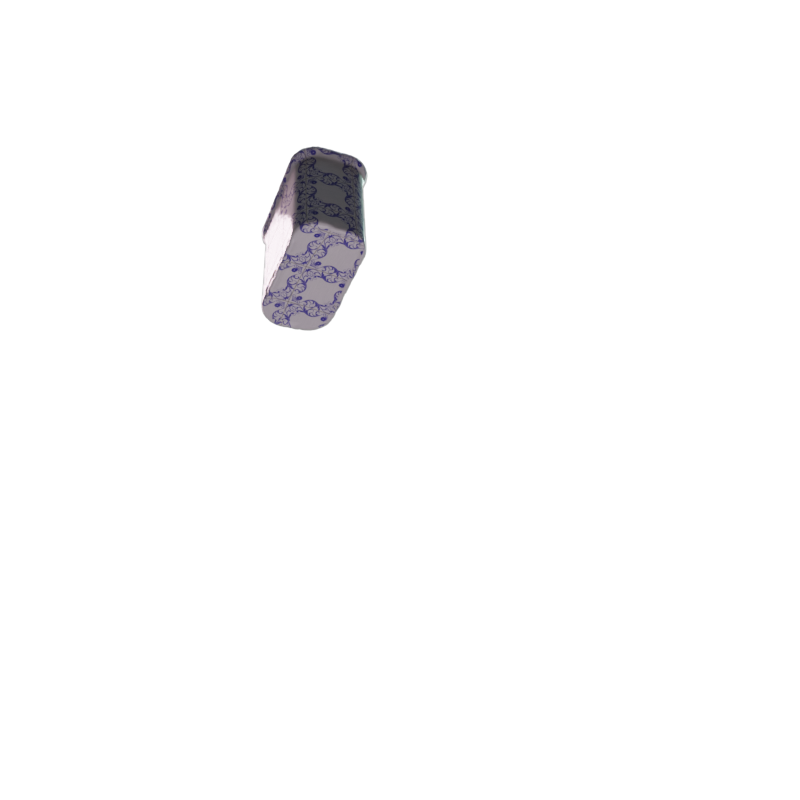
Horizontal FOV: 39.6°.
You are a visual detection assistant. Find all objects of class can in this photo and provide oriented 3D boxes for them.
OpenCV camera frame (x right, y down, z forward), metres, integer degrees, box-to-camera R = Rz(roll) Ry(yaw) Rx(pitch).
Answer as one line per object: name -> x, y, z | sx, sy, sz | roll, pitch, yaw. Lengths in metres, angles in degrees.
can -> -0.061, -0.111, 0.775 | 0.056, 0.090, 0.097 | 15, -48, -17
